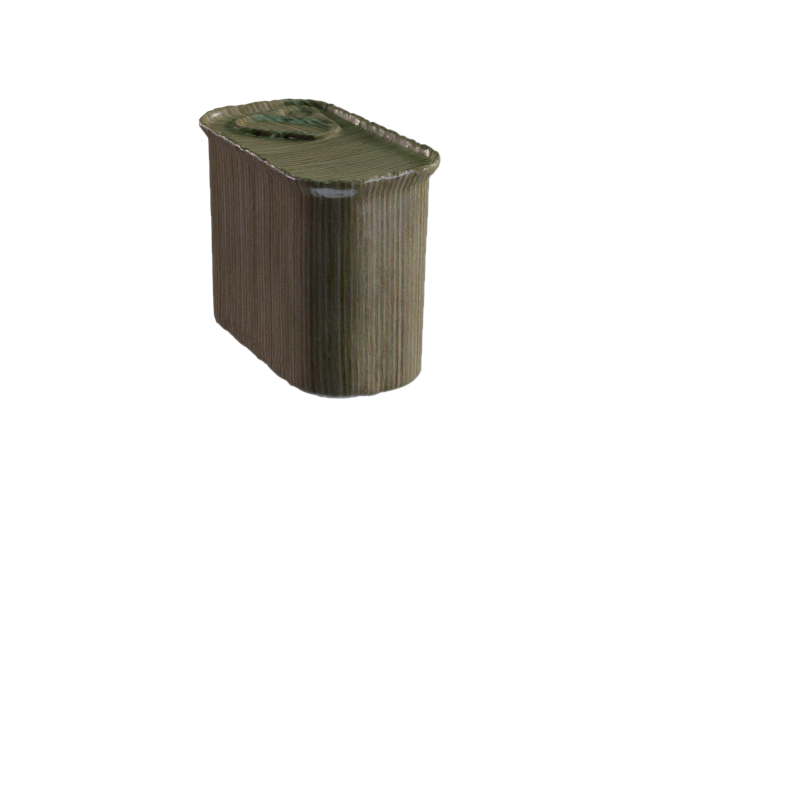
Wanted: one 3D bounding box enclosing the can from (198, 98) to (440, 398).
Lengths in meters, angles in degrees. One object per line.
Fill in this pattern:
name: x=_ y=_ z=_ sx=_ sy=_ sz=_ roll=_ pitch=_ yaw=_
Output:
can: x=-0.032 y=-0.059 z=0.413 sx=0.056 sy=0.079 sz=0.109 roll=-14 pitch=30 yaw=-29
